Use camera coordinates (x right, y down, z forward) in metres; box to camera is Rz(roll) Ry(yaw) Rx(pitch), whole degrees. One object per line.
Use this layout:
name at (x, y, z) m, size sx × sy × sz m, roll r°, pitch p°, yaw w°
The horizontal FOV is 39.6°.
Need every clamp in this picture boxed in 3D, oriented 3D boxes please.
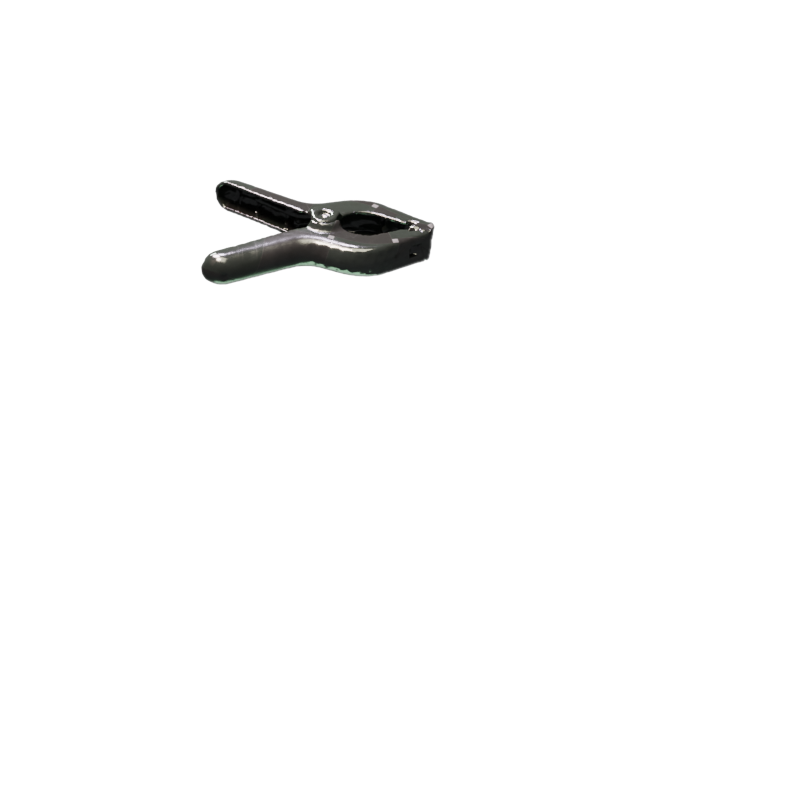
clamp at (-0.063, -0.116, 0.809) m, size 0.173 × 0.036 × 0.127 m, roll 6°, pitch 43°, yaw 6°
